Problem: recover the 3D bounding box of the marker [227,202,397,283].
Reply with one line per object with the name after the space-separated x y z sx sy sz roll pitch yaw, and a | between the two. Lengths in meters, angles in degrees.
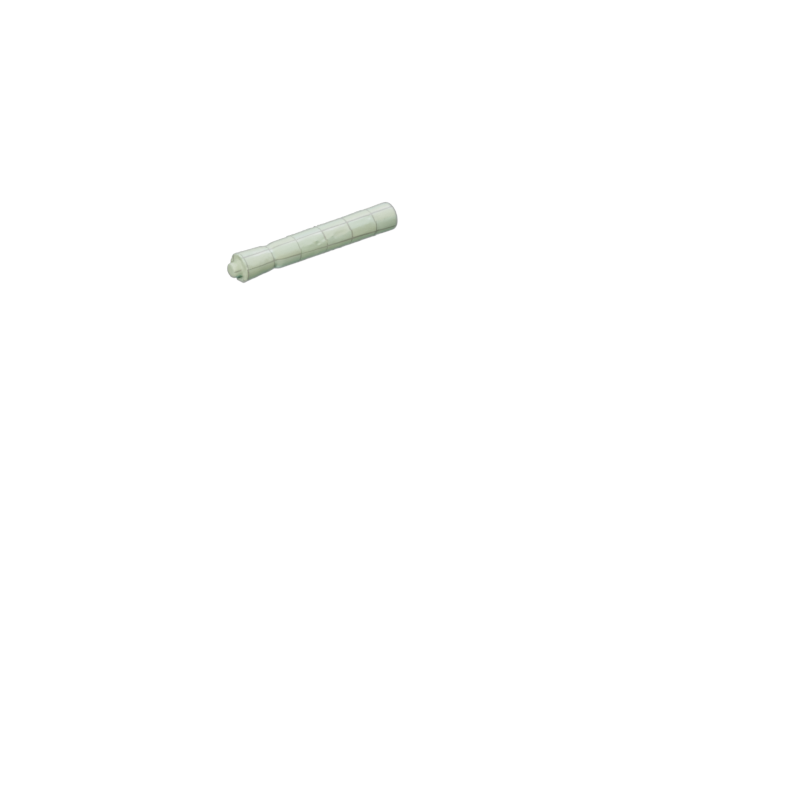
-0.054 -0.099 0.690 0.120 0.019 0.021 -24 16 -30 | marker
